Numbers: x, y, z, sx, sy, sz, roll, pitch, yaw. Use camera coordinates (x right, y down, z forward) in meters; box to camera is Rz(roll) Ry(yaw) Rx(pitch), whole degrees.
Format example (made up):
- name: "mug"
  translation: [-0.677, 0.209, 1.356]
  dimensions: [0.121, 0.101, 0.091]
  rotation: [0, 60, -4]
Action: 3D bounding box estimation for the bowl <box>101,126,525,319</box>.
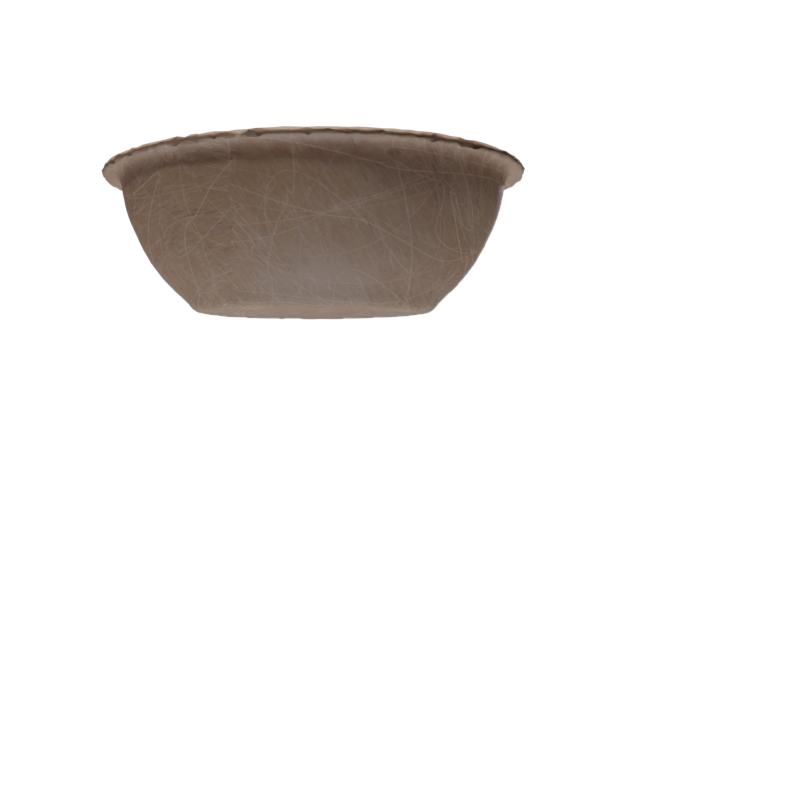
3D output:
- name: "bowl"
  translation: [-0.033, -0.061, 0.427]
  dimensions: [0.162, 0.056, 0.161]
  rotation: [0, 0, -2]
